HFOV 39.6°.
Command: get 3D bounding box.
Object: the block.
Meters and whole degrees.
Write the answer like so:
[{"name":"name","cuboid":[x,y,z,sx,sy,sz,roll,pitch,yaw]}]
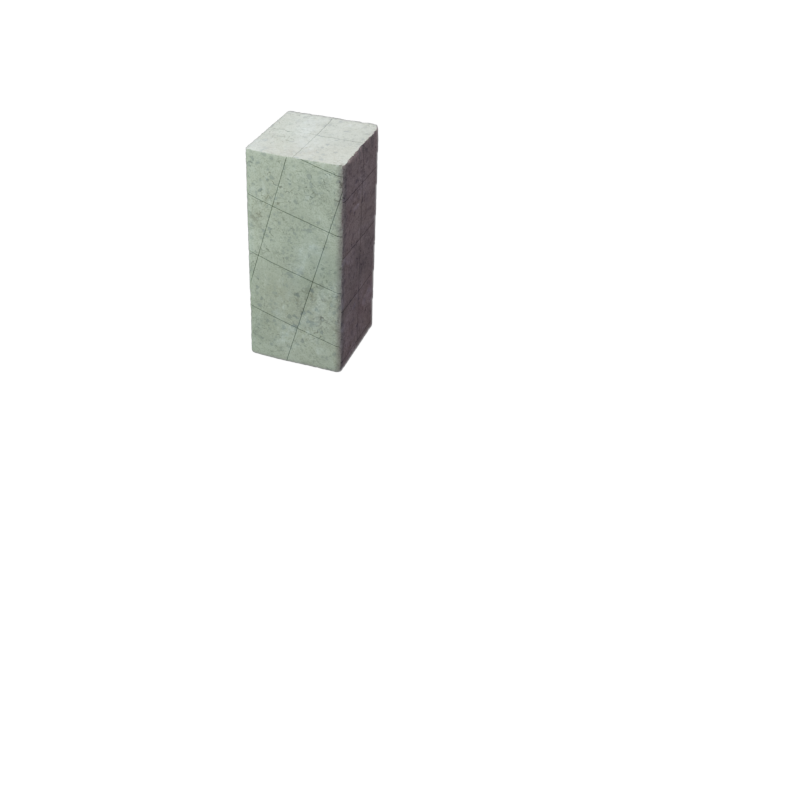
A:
[{"name":"block","cuboid":[-0.077,-0.141,0.988,0.093,0.194,0.093,13,33,16]}]
